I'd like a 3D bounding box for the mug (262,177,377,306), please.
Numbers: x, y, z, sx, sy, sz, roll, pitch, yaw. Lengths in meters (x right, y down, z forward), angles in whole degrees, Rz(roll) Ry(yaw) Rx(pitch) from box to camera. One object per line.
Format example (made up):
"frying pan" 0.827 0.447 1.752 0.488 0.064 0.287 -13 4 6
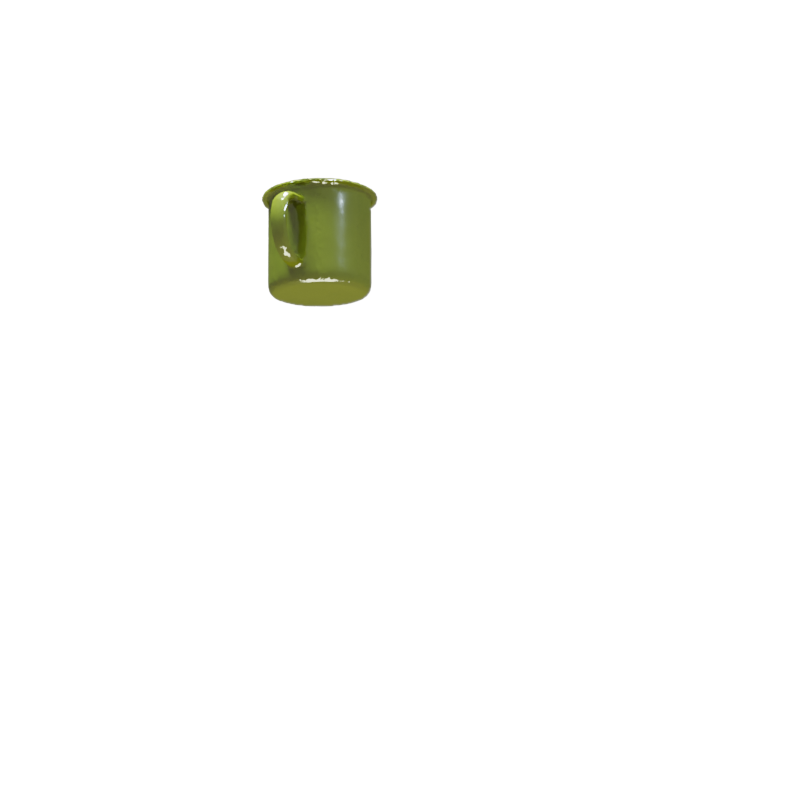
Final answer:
"mug" -0.068 -0.124 0.872 0.095 0.085 0.110 -6 -14 22
